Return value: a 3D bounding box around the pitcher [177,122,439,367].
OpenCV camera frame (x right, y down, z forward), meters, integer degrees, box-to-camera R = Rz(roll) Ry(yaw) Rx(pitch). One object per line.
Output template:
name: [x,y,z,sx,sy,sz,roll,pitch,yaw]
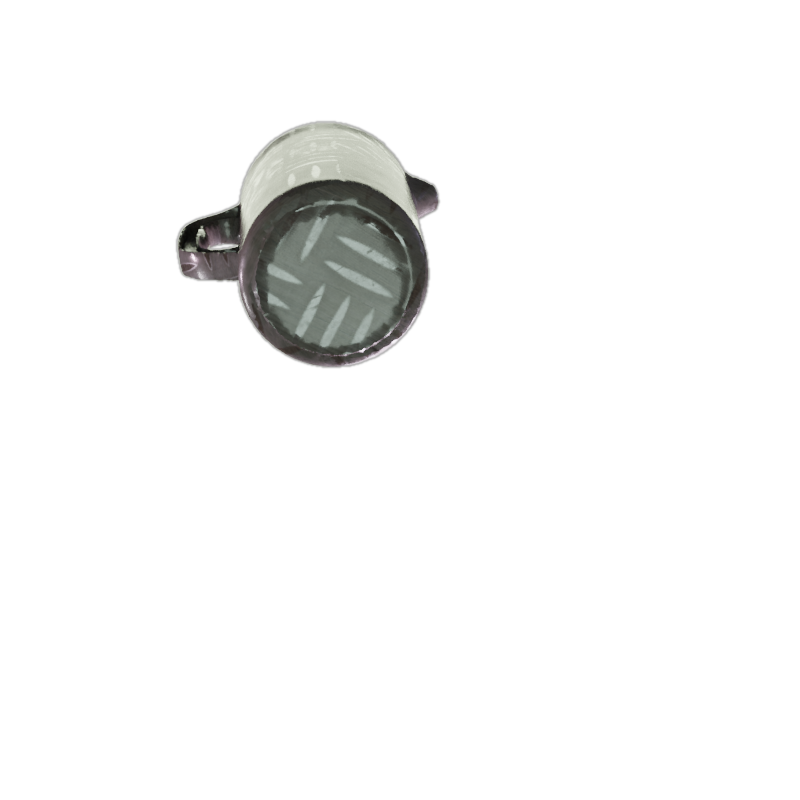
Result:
pitcher: [-0.057,-0.104,0.730,0.142,0.148,0.252,37,11,-13]
